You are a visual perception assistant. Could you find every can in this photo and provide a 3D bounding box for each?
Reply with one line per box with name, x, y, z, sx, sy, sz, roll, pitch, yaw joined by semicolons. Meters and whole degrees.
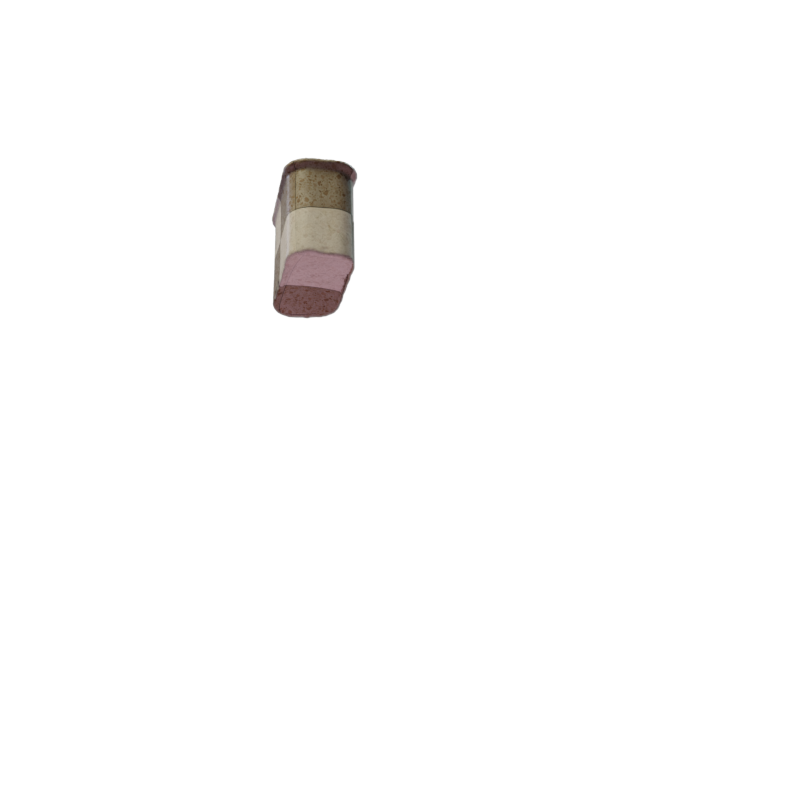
can;-0.067;-0.121;0.851;0.057;0.089;0.097;5;-29;-12
